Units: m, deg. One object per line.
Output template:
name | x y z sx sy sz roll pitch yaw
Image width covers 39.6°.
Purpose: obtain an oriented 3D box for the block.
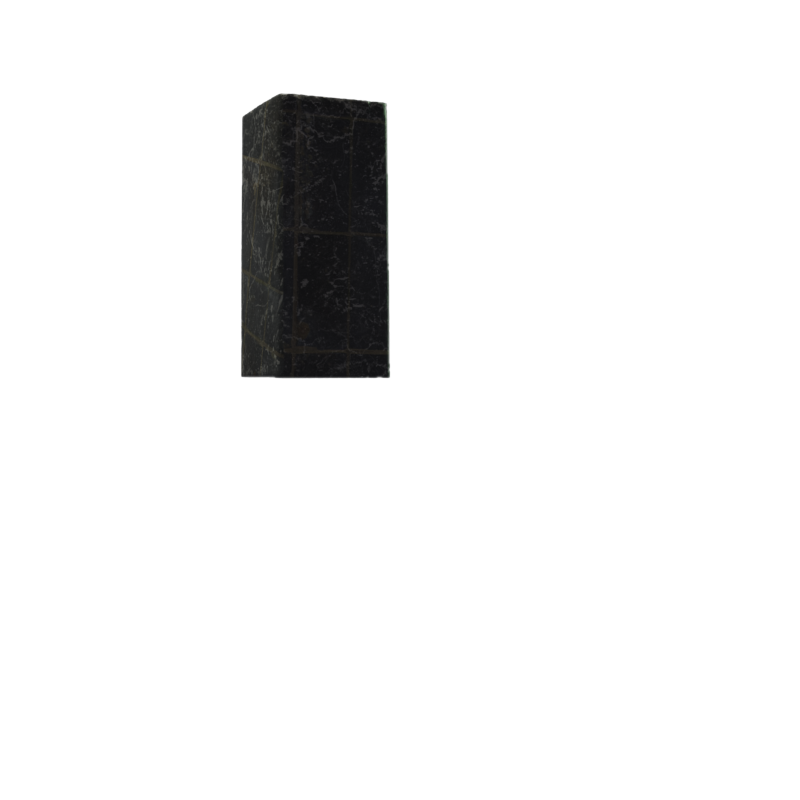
block | -0.066 -0.121 0.847 0.088 0.209 0.092 2 -6 -25
